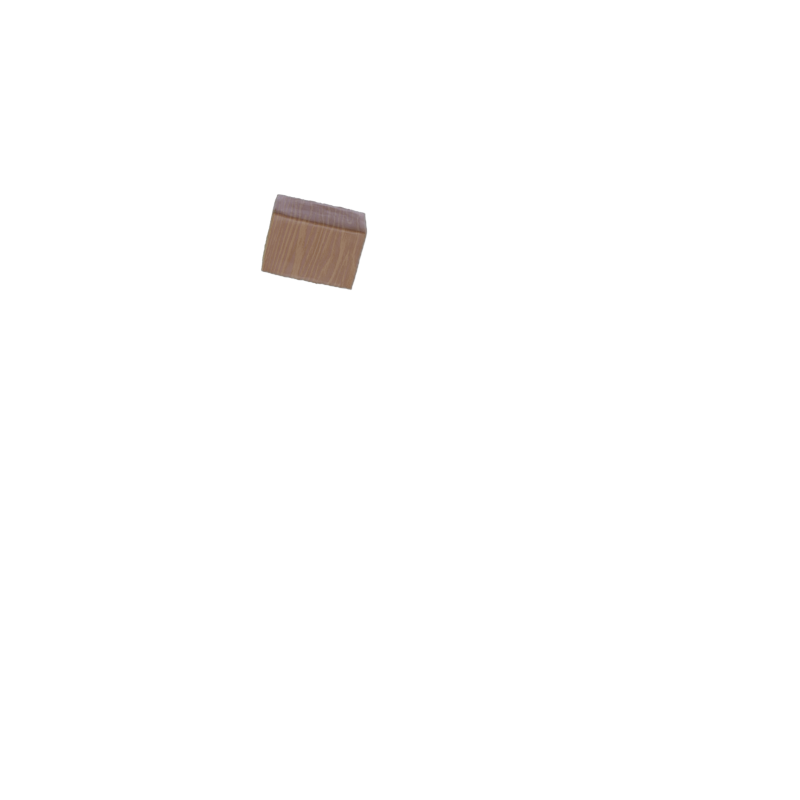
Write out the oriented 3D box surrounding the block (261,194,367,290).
[{"bbox_3d":[-0.071,-0.129,0.902,0.077,0.051,0.054,12,24,-7],"label":"block"}]
